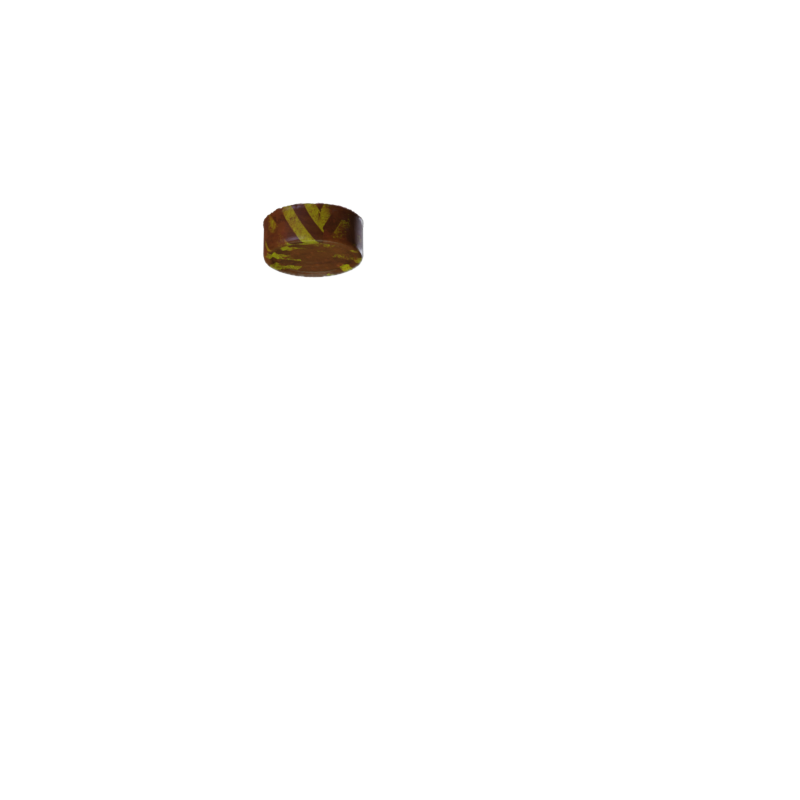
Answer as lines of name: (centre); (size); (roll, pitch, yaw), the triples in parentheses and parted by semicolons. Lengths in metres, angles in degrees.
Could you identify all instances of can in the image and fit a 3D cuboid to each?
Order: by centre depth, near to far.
can: (-0.073, -0.134, 0.937); (0.086, 0.035, 0.082); (0, -17, -2)
